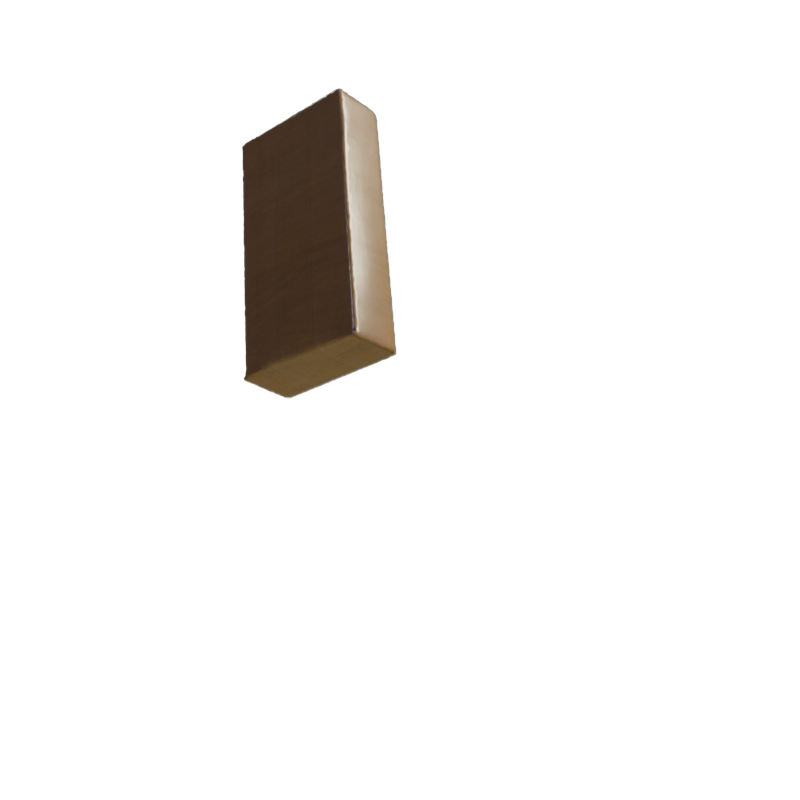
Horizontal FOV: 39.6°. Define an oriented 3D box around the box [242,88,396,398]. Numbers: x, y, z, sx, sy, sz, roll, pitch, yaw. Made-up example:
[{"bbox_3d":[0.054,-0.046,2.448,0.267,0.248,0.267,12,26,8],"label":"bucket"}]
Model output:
[{"bbox_3d":[-0.054,-0.100,0.698,0.094,0.188,0.045,-23,-36,34],"label":"box"}]
